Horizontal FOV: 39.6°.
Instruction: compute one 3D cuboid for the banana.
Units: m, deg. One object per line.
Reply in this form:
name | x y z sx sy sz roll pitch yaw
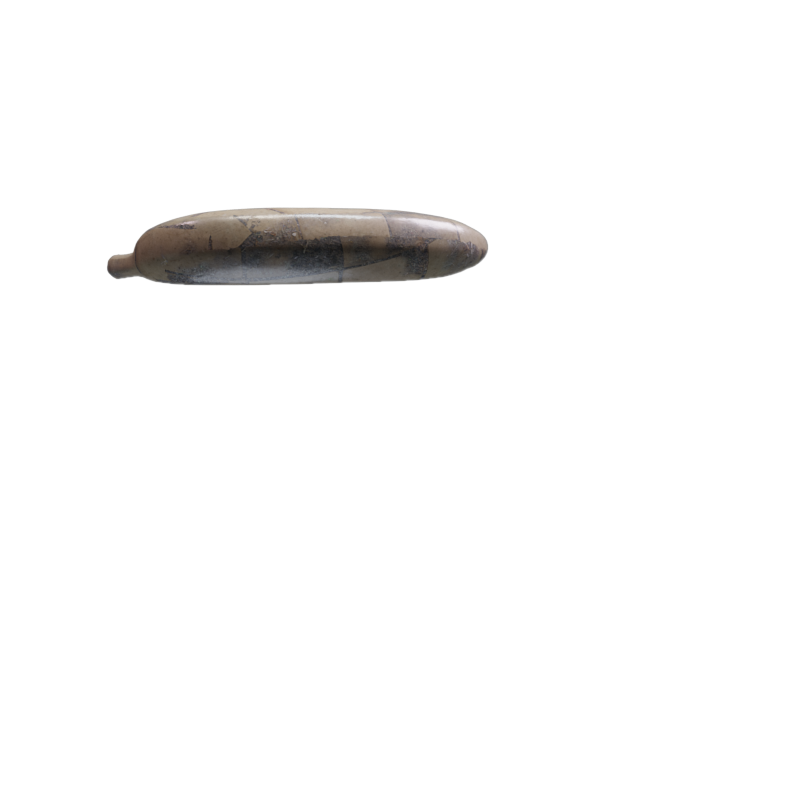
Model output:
banana | -0.043 -0.076 0.543 0.195 0.036 0.072 -2 10 -11
